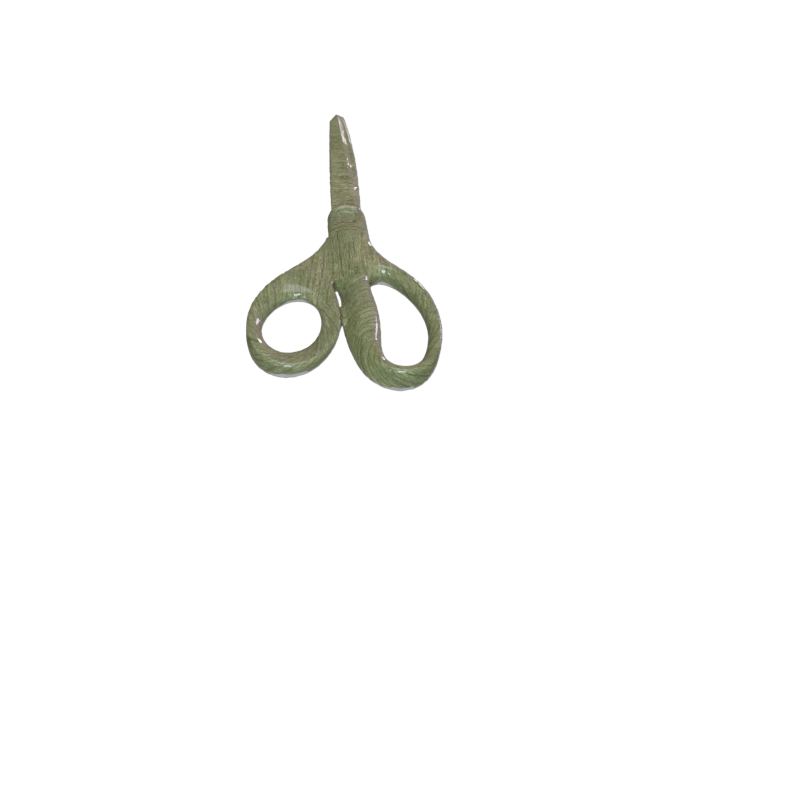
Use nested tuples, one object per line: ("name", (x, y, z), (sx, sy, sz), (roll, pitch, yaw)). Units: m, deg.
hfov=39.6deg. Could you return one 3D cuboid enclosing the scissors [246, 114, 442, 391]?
("scissors", (-0.043, -0.078, 0.544), (0.095, 0.015, 0.219), (-13, 46, -13))
